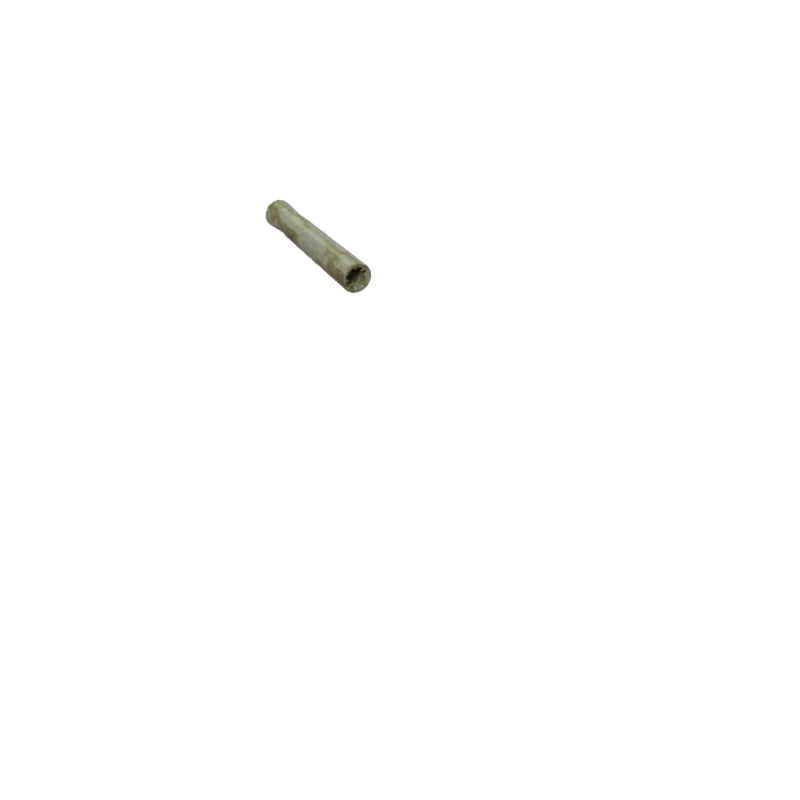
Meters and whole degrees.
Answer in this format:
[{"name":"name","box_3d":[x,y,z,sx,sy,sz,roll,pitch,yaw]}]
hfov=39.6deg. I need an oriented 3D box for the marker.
[{"name":"marker","box_3d":[-0.054,-0.098,0.687,0.019,0.019,0.130,-2,27,-29]}]
